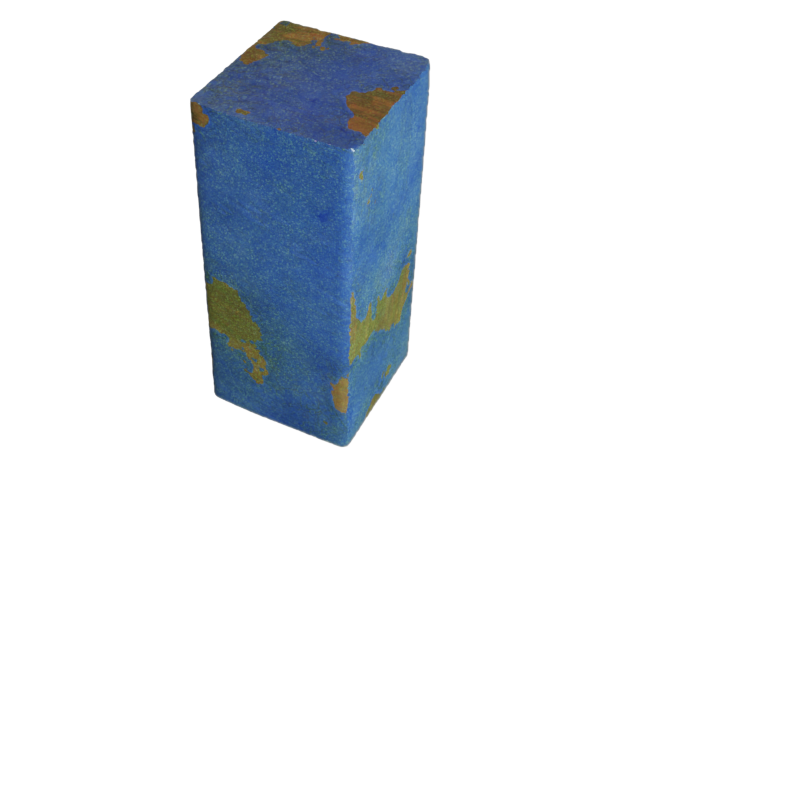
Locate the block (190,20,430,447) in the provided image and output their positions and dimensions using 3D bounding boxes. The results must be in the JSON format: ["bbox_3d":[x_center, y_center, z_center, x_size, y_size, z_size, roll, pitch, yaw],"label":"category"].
[{"bbox_3d":[-0.046,-0.085,0.599,0.094,0.192,0.094,21,46,17],"label":"block"}]
